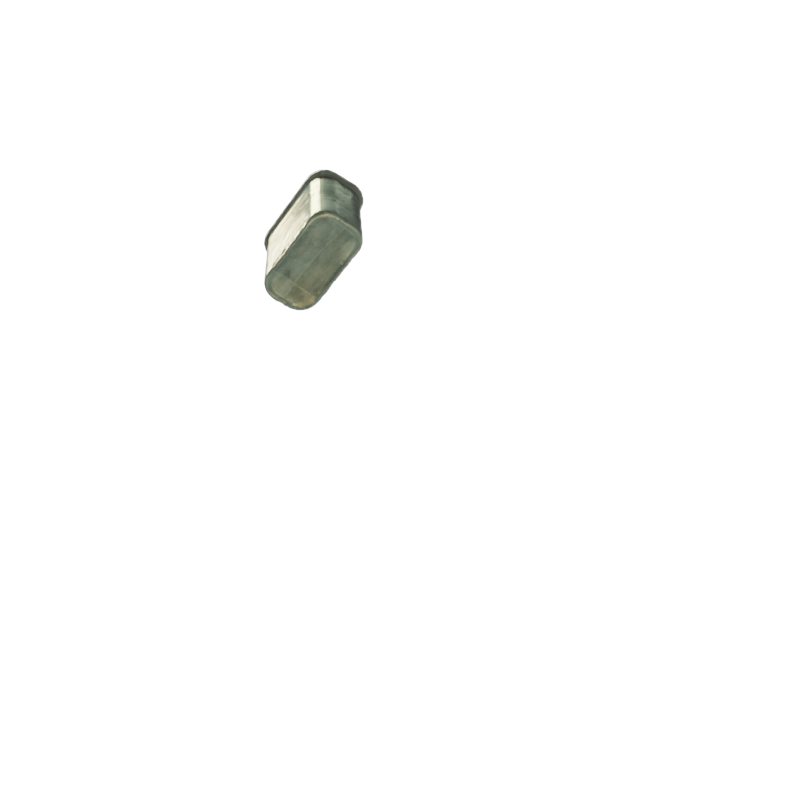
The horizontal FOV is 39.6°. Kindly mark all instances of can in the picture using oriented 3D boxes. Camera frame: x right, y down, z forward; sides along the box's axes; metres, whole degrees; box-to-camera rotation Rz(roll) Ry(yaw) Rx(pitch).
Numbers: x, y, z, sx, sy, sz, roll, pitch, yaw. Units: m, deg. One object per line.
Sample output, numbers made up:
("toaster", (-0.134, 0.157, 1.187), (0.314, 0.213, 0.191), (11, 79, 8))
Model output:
("can", (-0.076, -0.138, 0.968), (0.055, 0.100, 0.089), (31, 25, -20))
